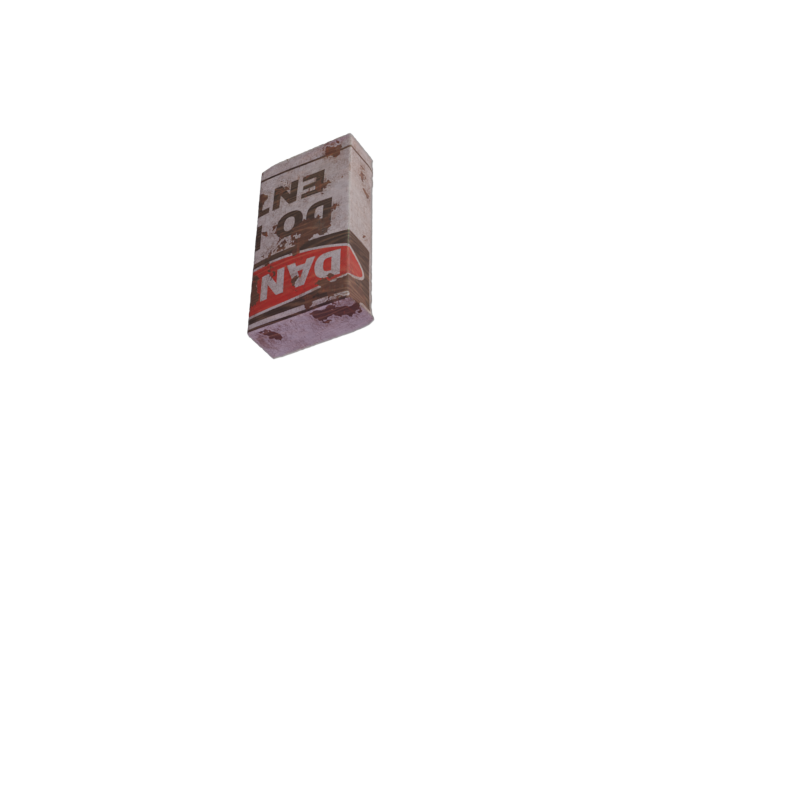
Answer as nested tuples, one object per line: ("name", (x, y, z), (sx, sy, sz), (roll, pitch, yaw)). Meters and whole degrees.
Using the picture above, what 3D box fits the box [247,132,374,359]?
("box", (-0.070, -0.127, 0.886), (0.094, 0.189, 0.044), (-20, -40, 22))
